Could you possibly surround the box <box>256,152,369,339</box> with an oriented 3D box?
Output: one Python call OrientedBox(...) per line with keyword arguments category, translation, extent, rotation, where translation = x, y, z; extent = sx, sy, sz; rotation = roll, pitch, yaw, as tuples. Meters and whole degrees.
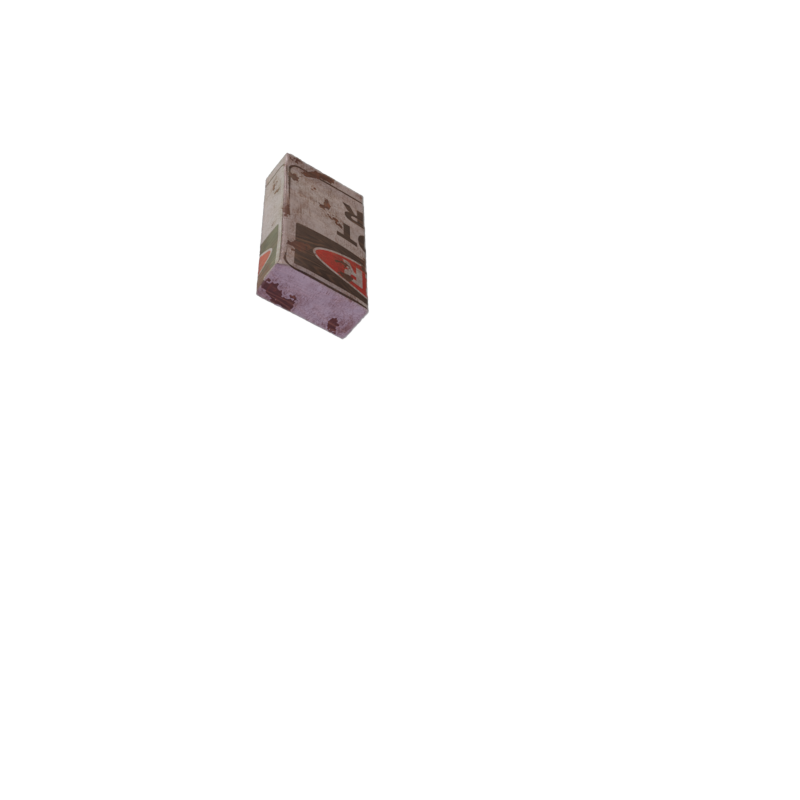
OrientedBox(category="box", translation=(-0.078, -0.142, 1.000), extent=(0.089, 0.047, 0.189), rotation=(27, 33, -23))
